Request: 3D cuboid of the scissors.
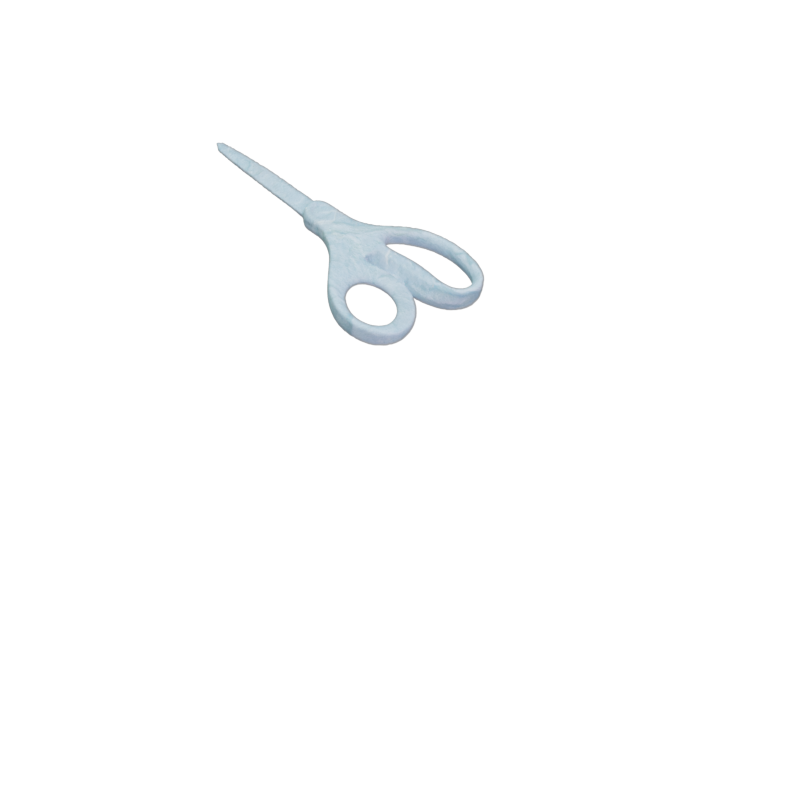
[{"bbox_3d":[-0.051,-0.092,0.647,0.211,0.015,0.099,25,52,21],"label":"scissors"}]
